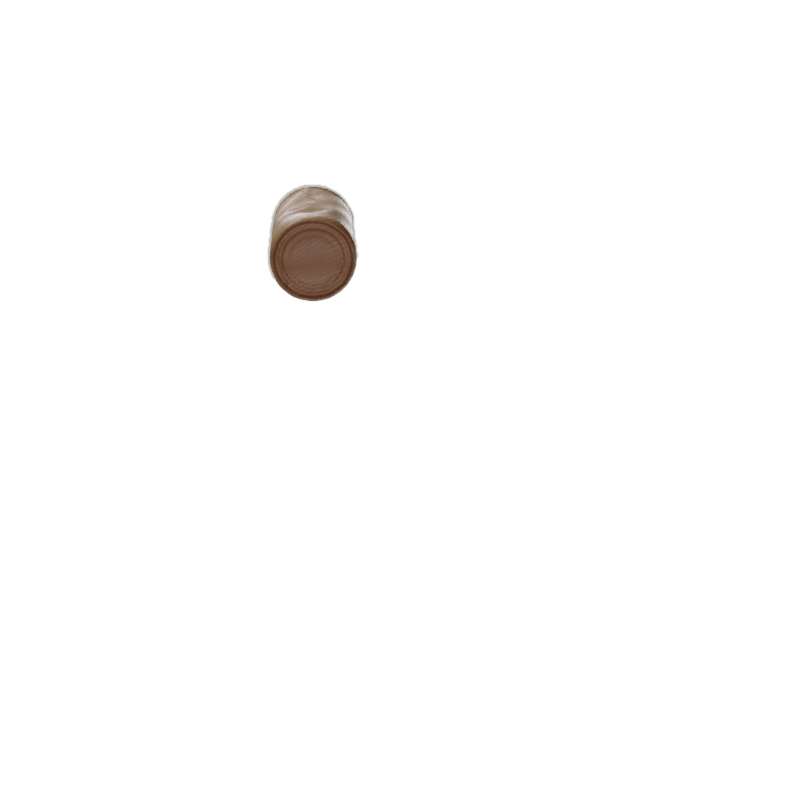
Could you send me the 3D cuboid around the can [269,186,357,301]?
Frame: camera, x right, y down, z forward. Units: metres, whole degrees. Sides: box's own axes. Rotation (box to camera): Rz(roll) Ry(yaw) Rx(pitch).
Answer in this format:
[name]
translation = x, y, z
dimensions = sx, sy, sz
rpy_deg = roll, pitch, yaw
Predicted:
[can]
translation = -0.069, -0.125, 0.877
dimensions = 0.068, 0.066, 0.107
rpy_deg = 0, 21, -3
